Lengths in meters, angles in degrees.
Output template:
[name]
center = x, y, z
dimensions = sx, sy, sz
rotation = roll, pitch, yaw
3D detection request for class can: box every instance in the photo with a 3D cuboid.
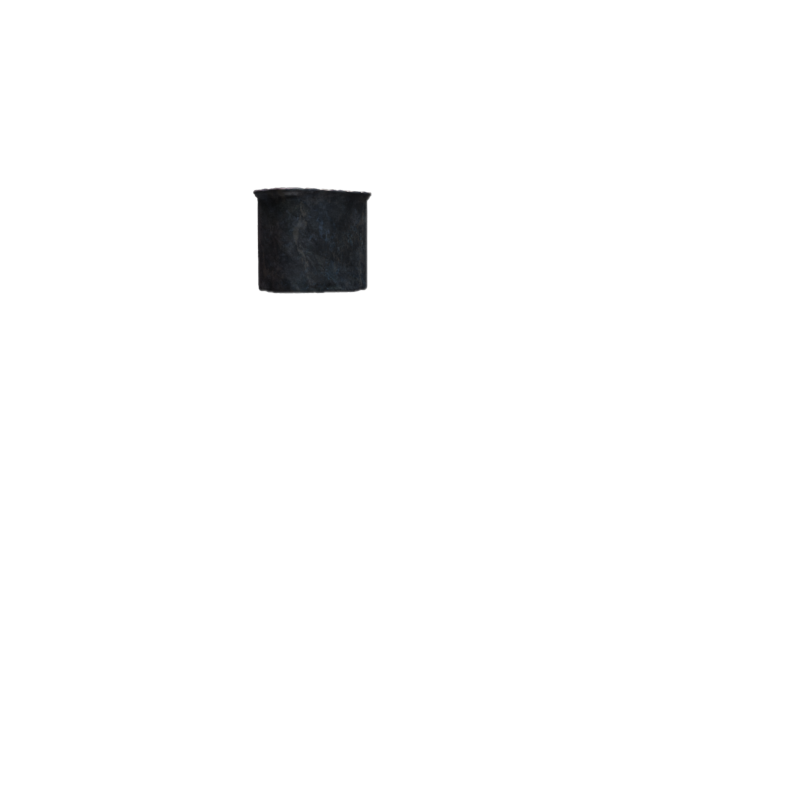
[can]
center = -0.072, -0.130, 0.914
dimensions = 0.060, 0.084, 0.098
rotation = 1, 3, 44
